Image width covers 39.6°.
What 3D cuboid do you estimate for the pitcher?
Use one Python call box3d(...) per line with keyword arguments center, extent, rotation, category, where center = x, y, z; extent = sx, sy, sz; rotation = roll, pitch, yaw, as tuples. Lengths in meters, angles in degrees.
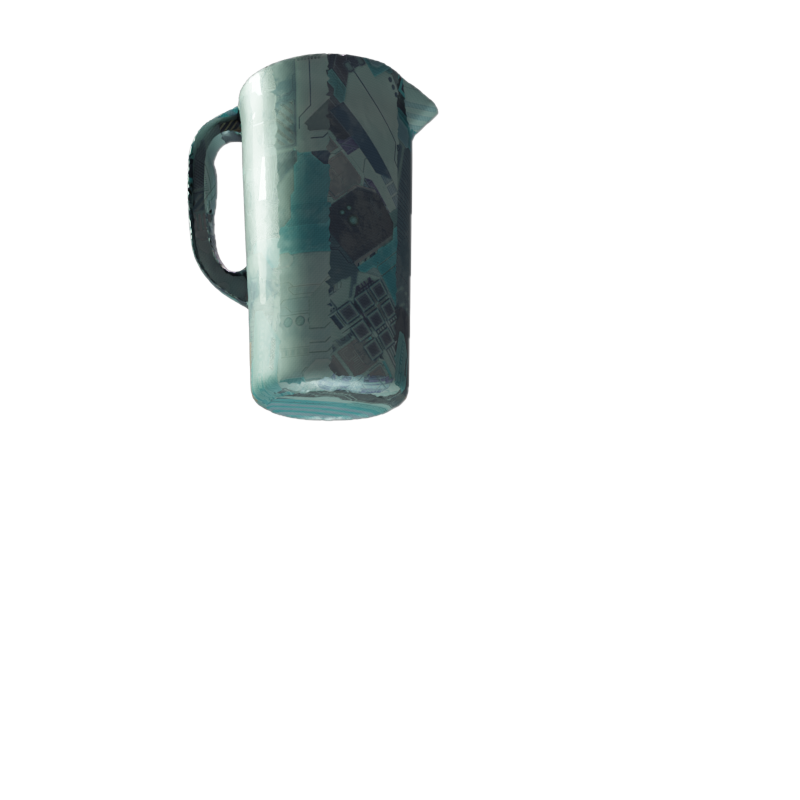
box3d(center=(-0.062, -0.114, 0.797), extent=(0.138, 0.255, 0.150), rotation=(12, -23, -34), category="pitcher")
